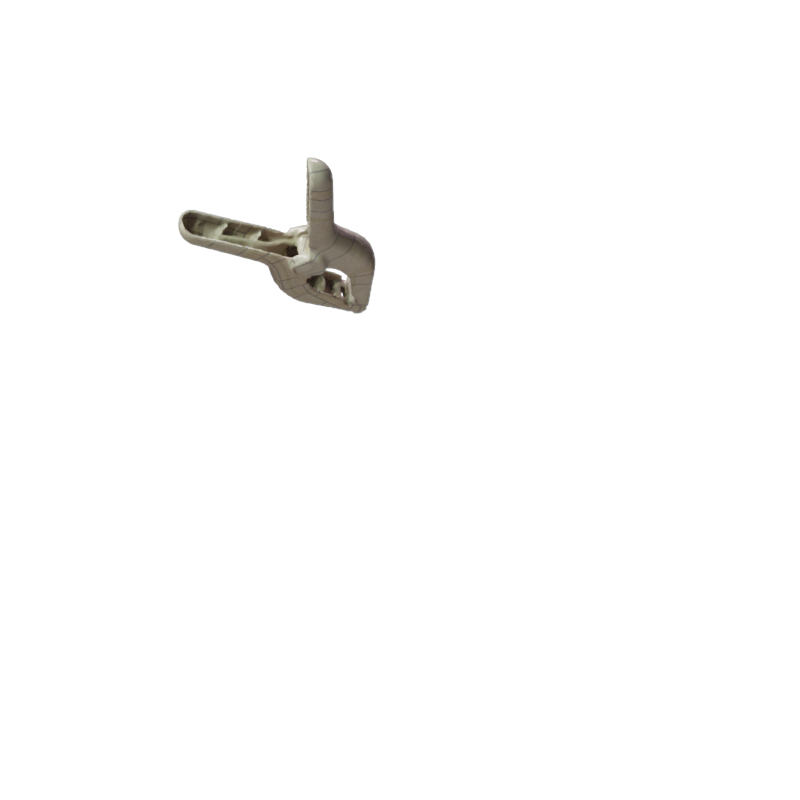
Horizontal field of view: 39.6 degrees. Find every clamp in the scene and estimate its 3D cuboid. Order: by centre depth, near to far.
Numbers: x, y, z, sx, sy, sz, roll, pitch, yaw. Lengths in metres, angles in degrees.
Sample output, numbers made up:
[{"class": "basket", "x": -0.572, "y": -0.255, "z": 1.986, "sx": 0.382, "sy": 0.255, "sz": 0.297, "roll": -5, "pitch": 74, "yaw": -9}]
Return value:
[{"class": "clamp", "x": -0.063, "y": -0.115, "z": 0.809, "sx": 0.121, "sy": 0.041, "sz": 0.160, "roll": -18, "pitch": -29, "yaw": 34}]
